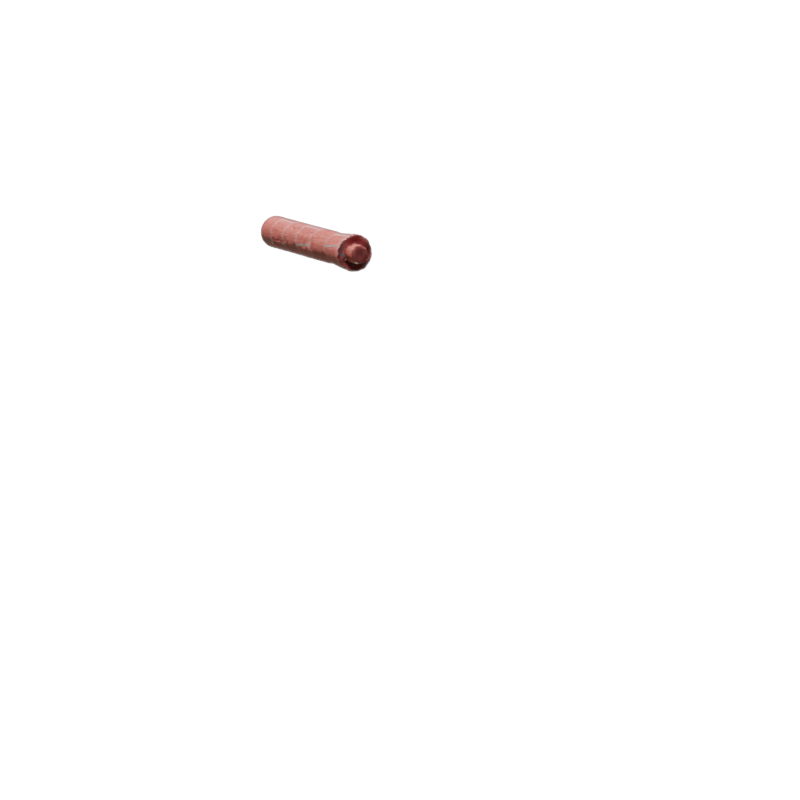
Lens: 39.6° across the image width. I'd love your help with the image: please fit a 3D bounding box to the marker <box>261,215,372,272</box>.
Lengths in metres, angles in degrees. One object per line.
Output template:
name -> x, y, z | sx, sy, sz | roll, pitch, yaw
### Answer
marker -> -0.047, -0.085, 0.595 | 0.019, 0.019, 0.127 | -2, 14, -25
